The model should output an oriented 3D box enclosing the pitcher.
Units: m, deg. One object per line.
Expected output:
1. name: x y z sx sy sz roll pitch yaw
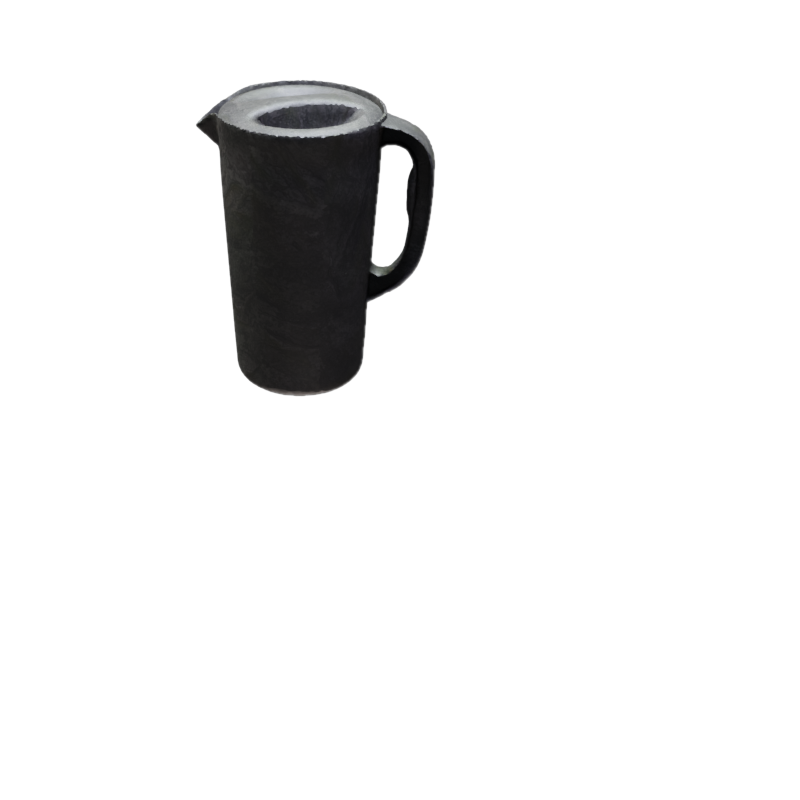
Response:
1. pitcher: -0.070 -0.128 0.900 0.143 0.229 0.160 -19 35 -32
